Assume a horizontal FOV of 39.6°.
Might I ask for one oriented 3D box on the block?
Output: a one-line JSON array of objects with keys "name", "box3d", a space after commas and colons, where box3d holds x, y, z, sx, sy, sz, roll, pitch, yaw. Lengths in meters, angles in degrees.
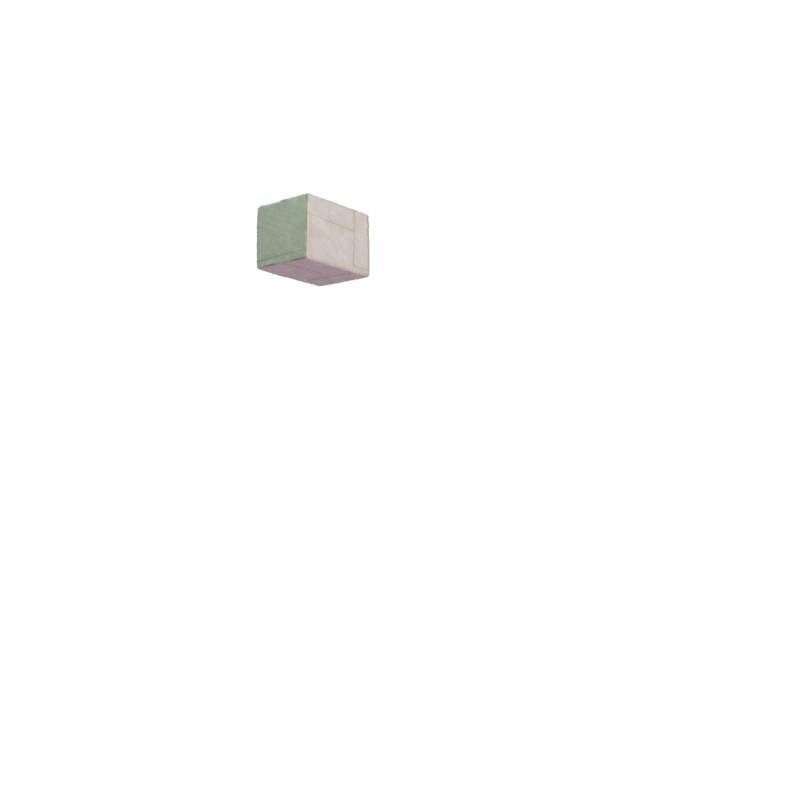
[{"name": "block", "box3d": [-0.067, -0.123, 0.860, 0.054, 0.053, 0.074, -9, -14, 37]}]
